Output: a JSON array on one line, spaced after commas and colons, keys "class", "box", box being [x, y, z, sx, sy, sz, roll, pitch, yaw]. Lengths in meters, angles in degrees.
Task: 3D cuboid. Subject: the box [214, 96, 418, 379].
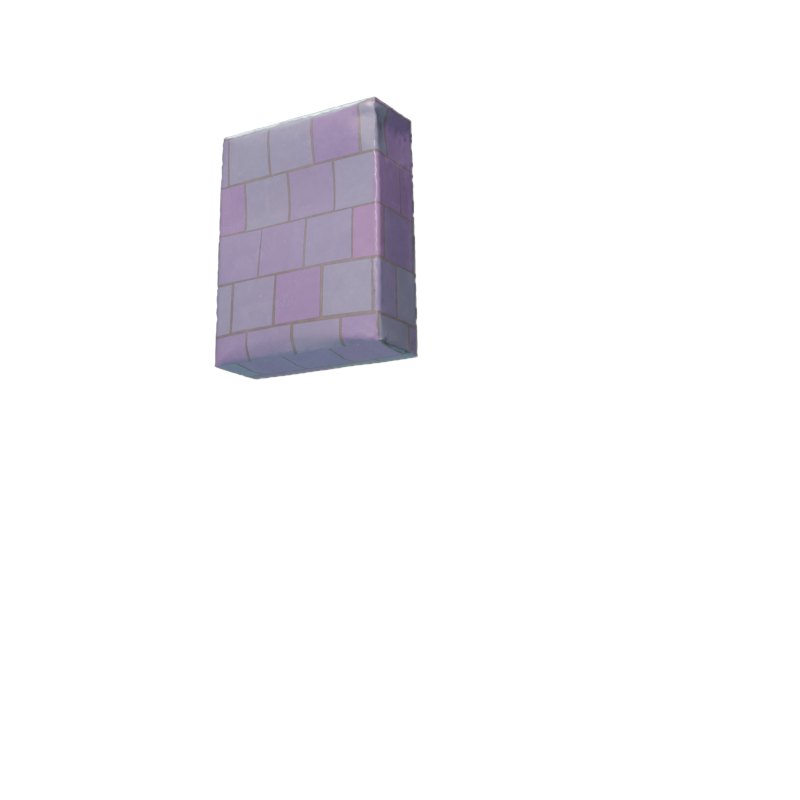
[{"class": "box", "box": [-0.074, -0.135, 0.945, 0.168, 0.223, 0.067, -10, -19, 29]}]
